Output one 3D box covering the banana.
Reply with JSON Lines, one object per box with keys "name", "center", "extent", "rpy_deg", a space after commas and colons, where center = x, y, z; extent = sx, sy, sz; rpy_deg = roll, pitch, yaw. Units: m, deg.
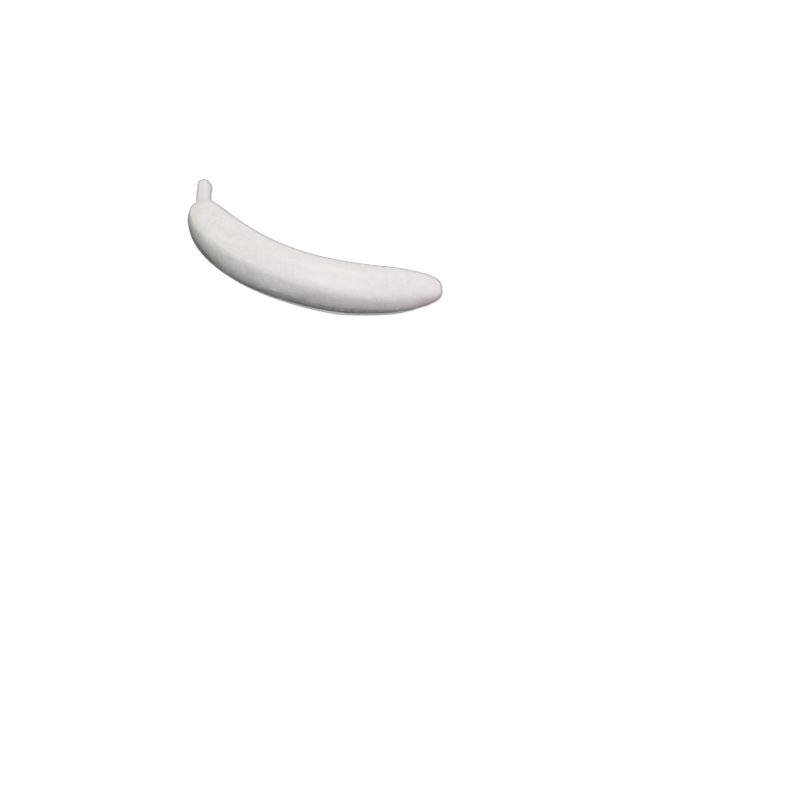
{"name": "banana", "center": [-0.072, -0.096, 0.754], "extent": [0.205, 0.072, 0.034], "rpy_deg": [26, -29, 16]}
